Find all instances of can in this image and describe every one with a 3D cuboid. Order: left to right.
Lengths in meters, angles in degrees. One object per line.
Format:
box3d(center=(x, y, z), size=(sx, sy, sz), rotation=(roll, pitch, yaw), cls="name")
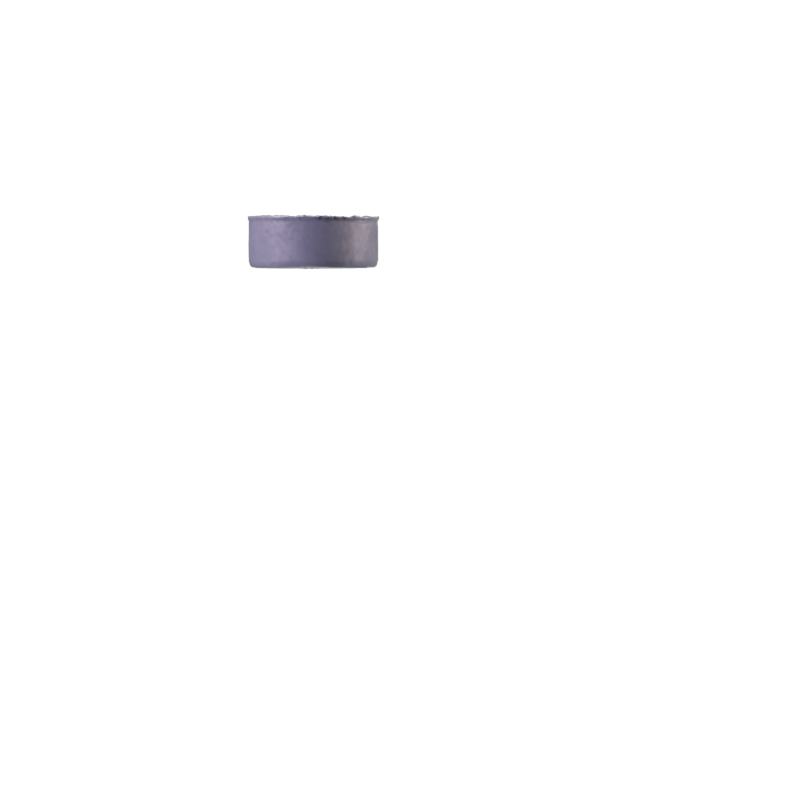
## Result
box3d(center=(-0.057, -0.103, 0.723), size=(0.086, 0.033, 0.087), rotation=(0, 7, -2), cls="can")
